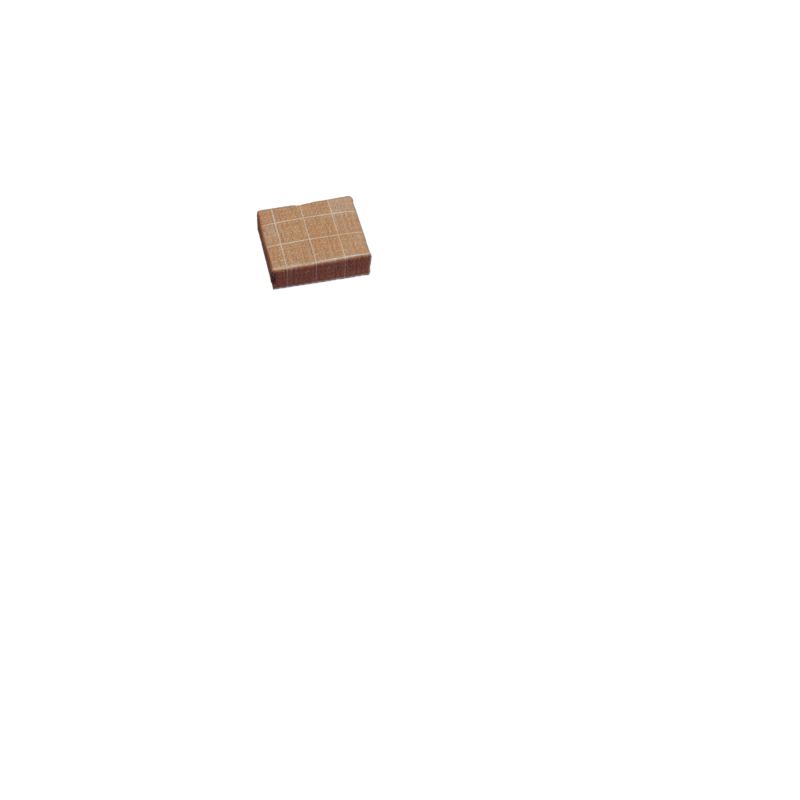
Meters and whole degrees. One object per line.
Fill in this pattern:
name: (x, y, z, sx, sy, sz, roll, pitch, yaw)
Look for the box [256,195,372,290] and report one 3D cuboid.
box: (-0.076, -0.139, 0.974, 0.088, 0.079, 0.028, -11, -37, -9)
